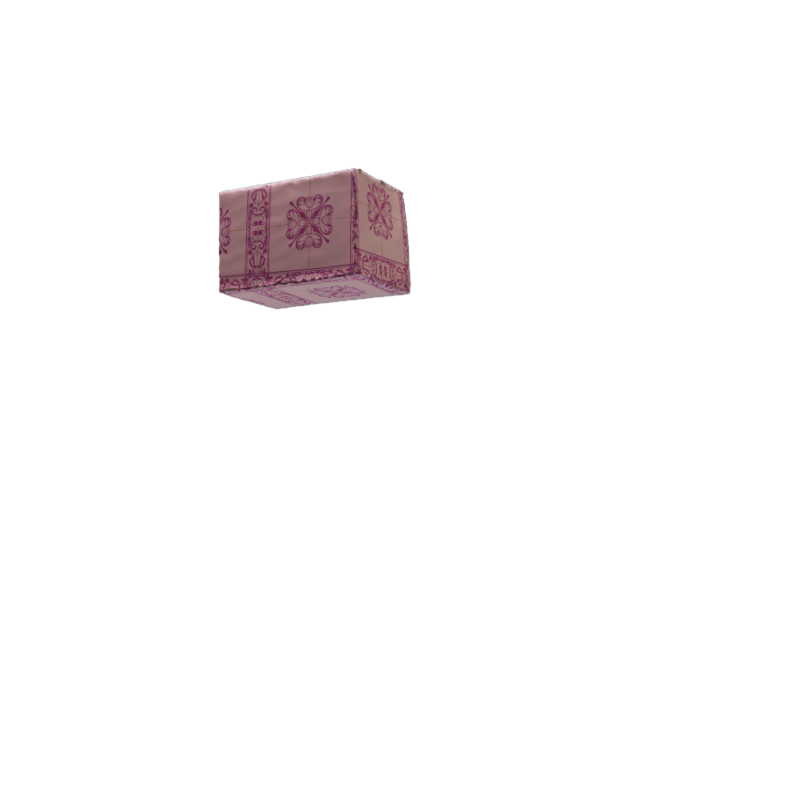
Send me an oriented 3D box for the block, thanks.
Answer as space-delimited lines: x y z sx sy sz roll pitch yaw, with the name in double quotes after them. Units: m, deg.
-0.041 -0.075 0.527 0.080 0.053 0.050 -5 -10 28 "block"
